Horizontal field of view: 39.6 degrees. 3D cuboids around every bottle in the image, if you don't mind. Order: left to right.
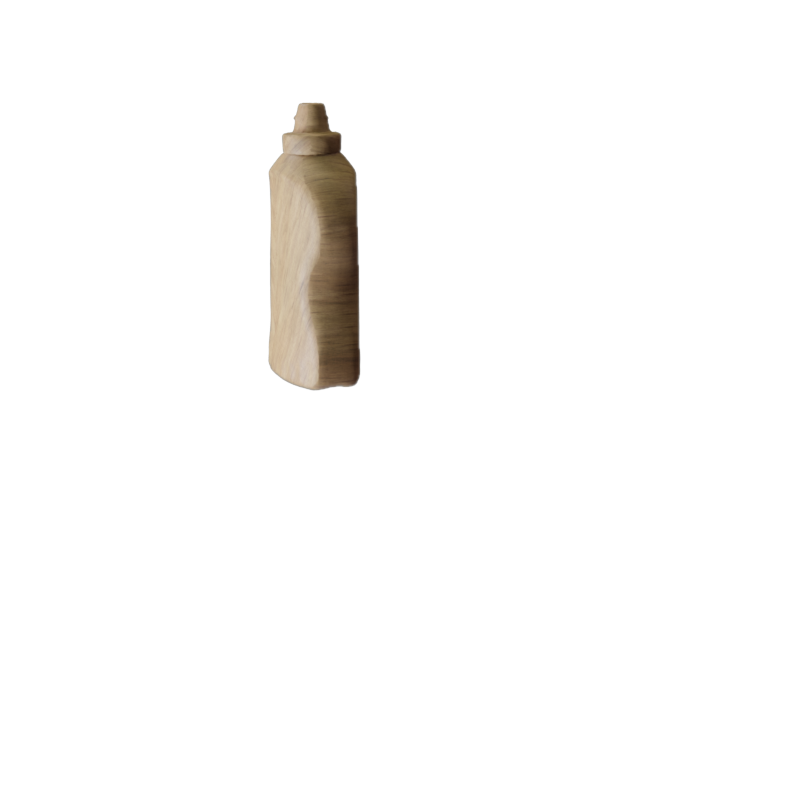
[{"bbox_3d":[-0.061,-0.110,0.772,0.057,0.187,0.101,-3,12,-21],"label":"bottle"}]
